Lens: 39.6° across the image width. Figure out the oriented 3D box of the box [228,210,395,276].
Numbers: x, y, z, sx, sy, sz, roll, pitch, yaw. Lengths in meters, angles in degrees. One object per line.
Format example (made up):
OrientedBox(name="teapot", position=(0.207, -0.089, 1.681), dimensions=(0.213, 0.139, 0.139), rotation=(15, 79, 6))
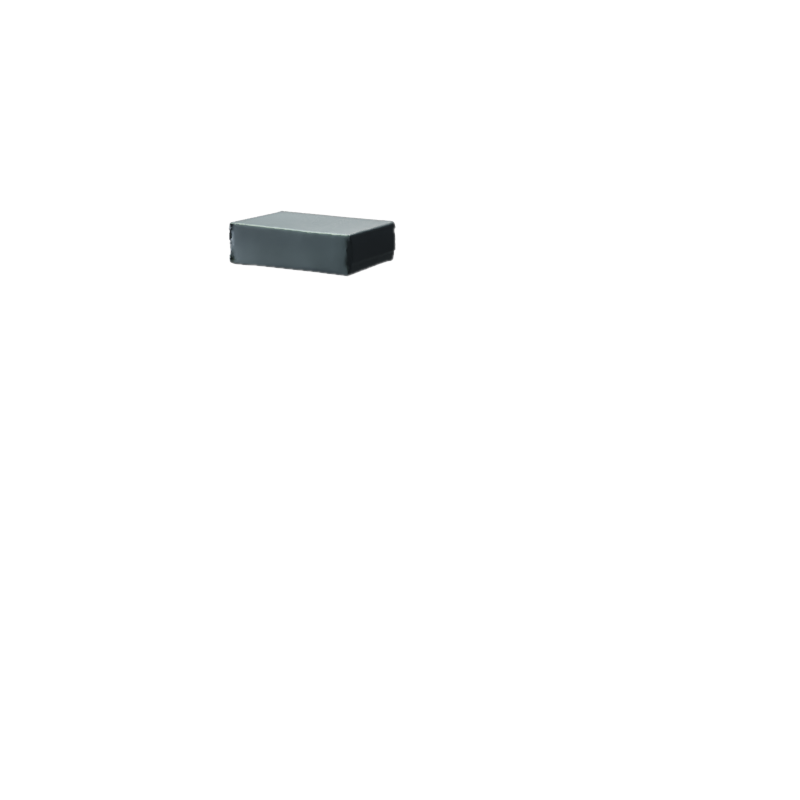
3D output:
OrientedBox(name="box", position=(-0.072, -0.131, 0.920), dimensions=(0.118, 0.038, 0.089), rotation=(7, 16, 25))
